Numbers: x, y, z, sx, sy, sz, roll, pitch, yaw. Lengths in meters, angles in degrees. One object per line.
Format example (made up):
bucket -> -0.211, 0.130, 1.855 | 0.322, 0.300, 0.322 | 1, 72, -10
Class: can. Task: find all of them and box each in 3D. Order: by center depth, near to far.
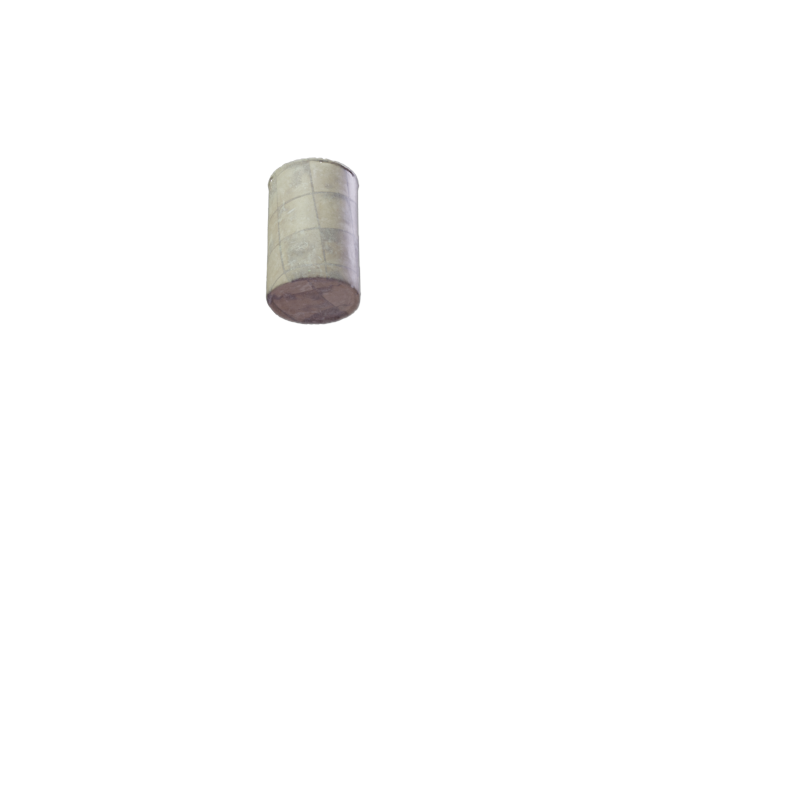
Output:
can -> -0.063, -0.114, 0.800 | 0.068, 0.109, 0.064 | 0, -30, -2
